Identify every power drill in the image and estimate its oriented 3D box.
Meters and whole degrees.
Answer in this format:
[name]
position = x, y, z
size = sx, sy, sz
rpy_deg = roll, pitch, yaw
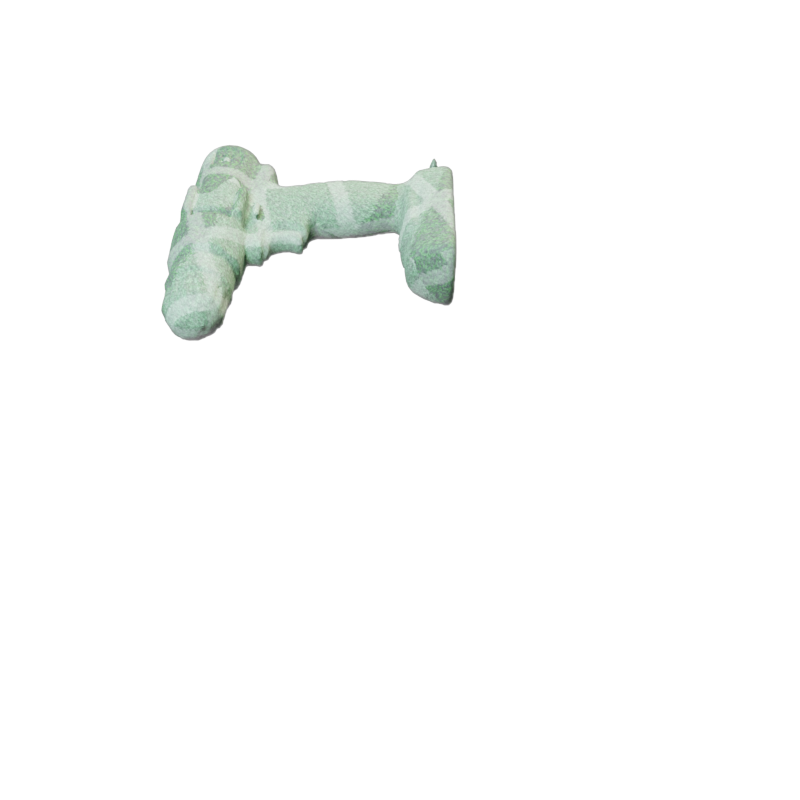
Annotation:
[power drill]
position = -0.058, -0.105, 0.737
size = 0.188, 0.053, 0.197
rpy_deg = 3, 44, 2
